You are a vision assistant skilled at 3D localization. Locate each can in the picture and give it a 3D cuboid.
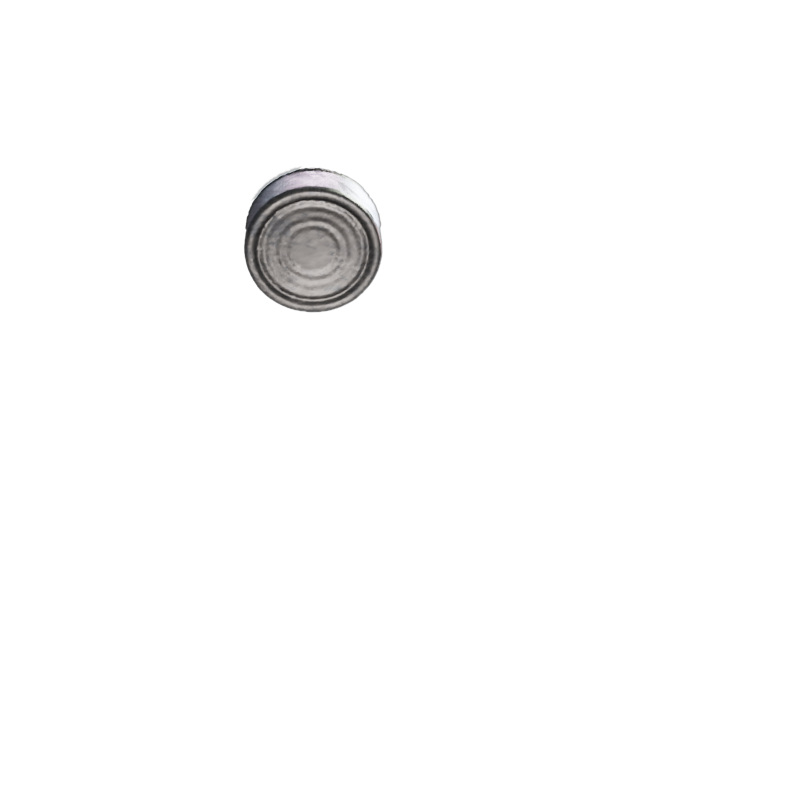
[{"bbox_3d":[-0.054,-0.098,0.686,0.086,0.081,0.035,1,27,-1],"label":"can"}]
